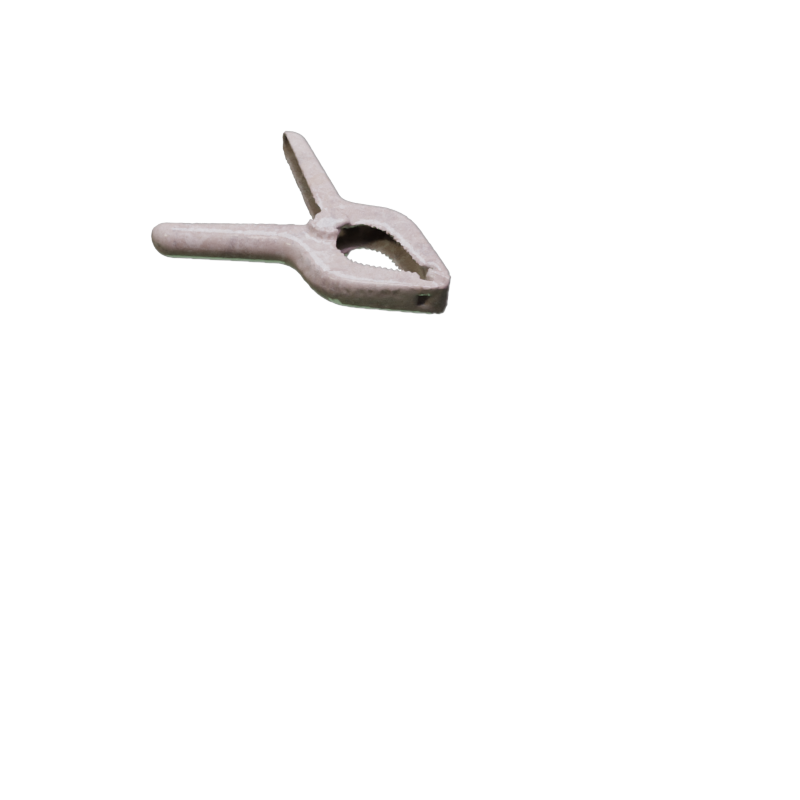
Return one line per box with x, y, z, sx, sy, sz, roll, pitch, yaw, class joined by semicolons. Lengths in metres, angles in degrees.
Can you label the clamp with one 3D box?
-0.062;-0.113;0.794;0.223;0.034;0.166;34;54;28;clamp
